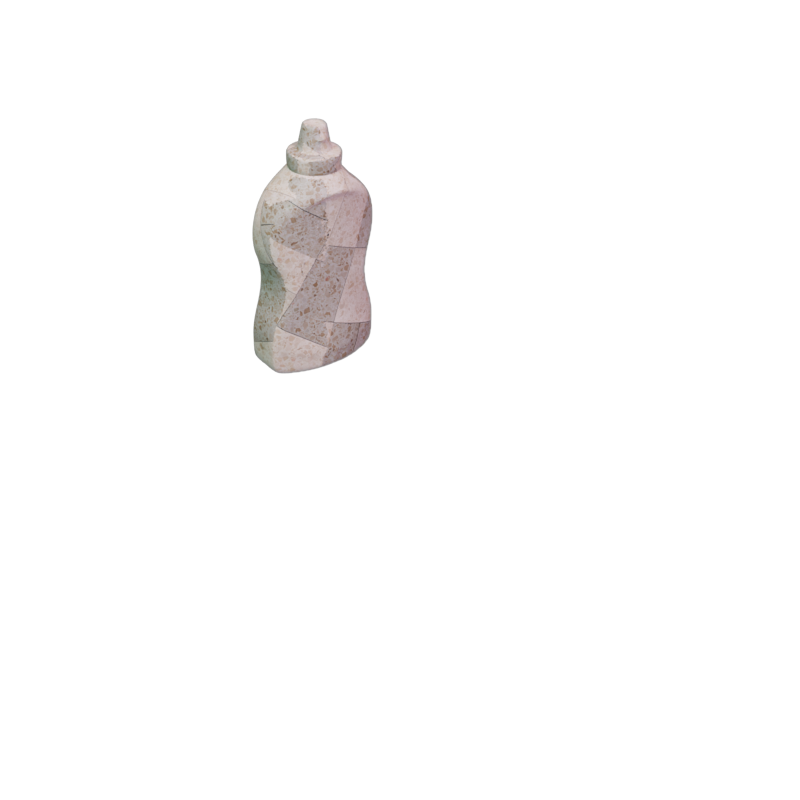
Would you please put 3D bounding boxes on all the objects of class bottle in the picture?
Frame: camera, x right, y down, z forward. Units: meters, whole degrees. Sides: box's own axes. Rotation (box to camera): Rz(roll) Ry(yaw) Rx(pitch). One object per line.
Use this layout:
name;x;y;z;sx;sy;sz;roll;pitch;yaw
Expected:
bottle;-0.065;-0.119;0.833;0.095;0.181;0.063;-18;34;-31
